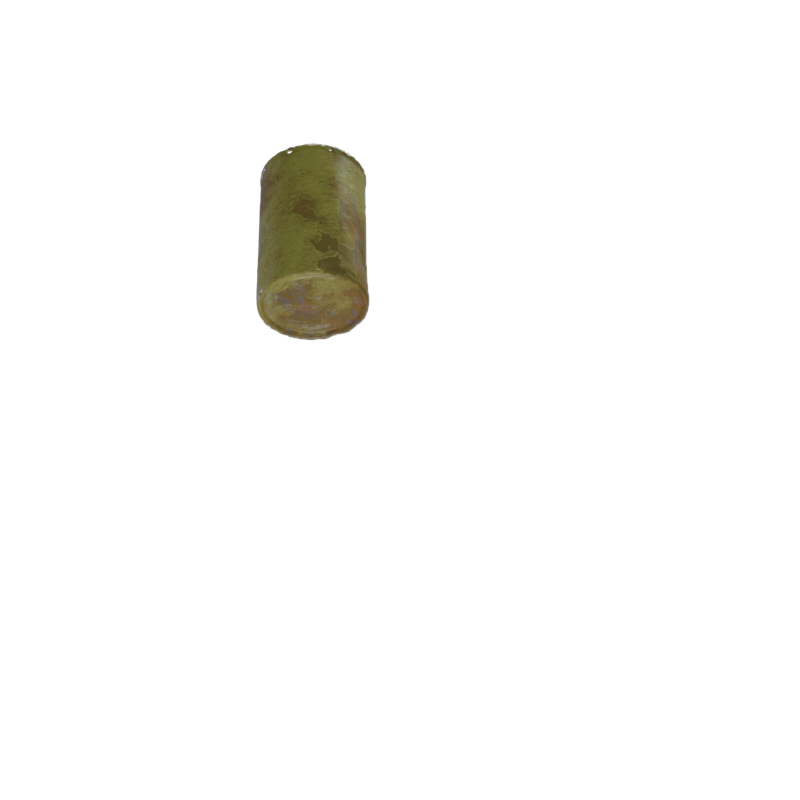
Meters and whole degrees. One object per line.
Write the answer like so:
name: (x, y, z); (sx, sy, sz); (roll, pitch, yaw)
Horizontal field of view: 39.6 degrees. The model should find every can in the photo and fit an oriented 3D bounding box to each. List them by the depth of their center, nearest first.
can: (-0.053, -0.096, 0.674); (0.068, 0.110, 0.064); (-1, -37, -3)
